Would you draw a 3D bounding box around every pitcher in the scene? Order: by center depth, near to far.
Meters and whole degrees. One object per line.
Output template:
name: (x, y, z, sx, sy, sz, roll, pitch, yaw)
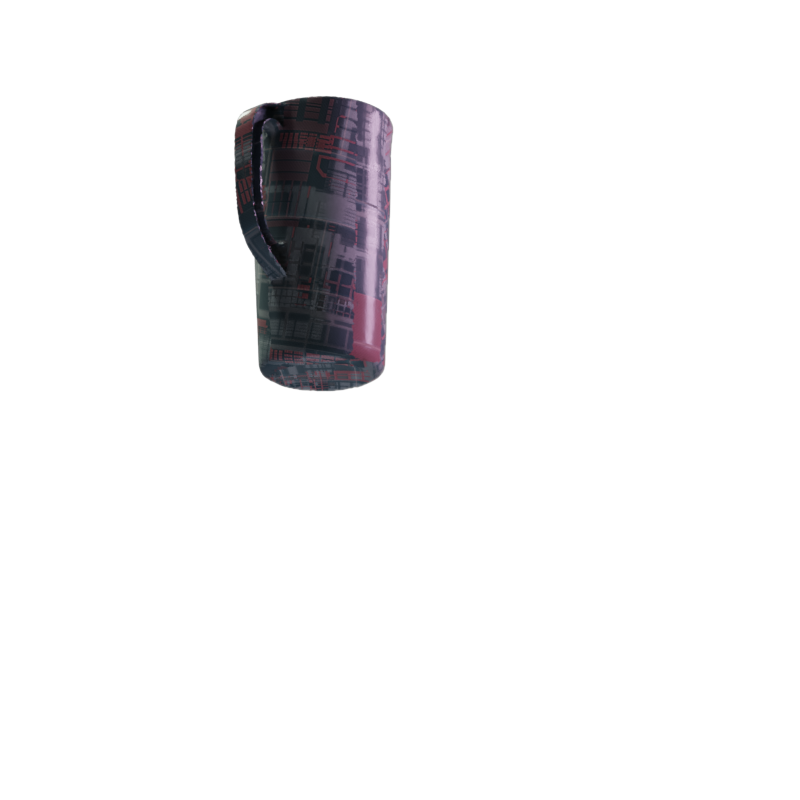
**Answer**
pitcher: (-0.076, -0.139, 0.977, 0.147, 0.255, 0.140, 2, -20, -9)
